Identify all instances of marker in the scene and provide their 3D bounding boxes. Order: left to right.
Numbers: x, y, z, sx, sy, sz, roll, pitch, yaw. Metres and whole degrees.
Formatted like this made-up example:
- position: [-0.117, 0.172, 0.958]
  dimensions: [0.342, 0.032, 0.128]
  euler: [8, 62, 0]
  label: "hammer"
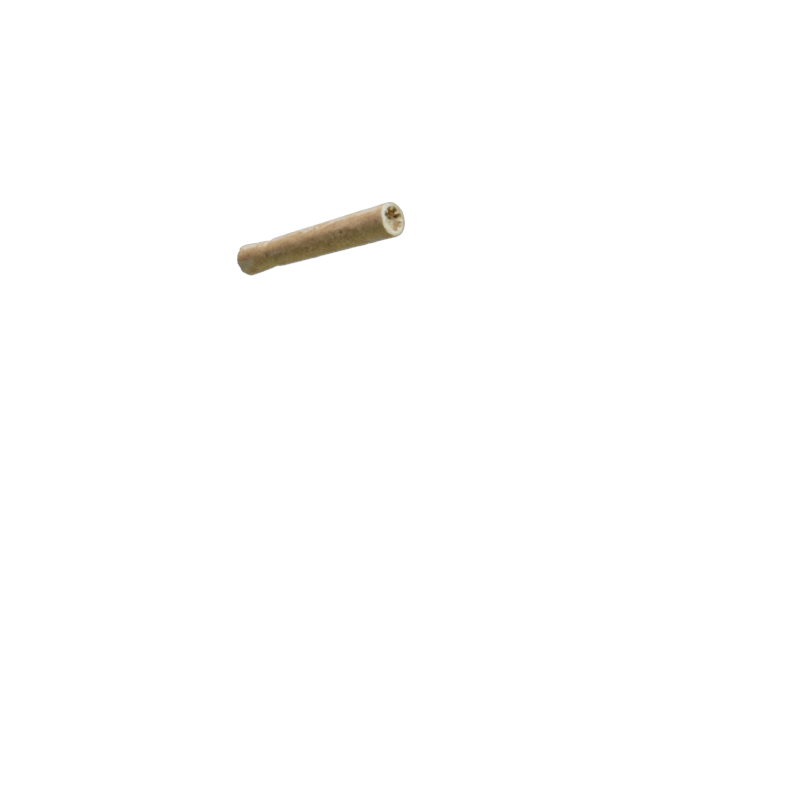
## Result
- position: [-0.049, -0.088, 0.619]
  dimensions: [0.124, 0.020, 0.019]
  euler: [-8, -2, 43]
  label: "marker"
